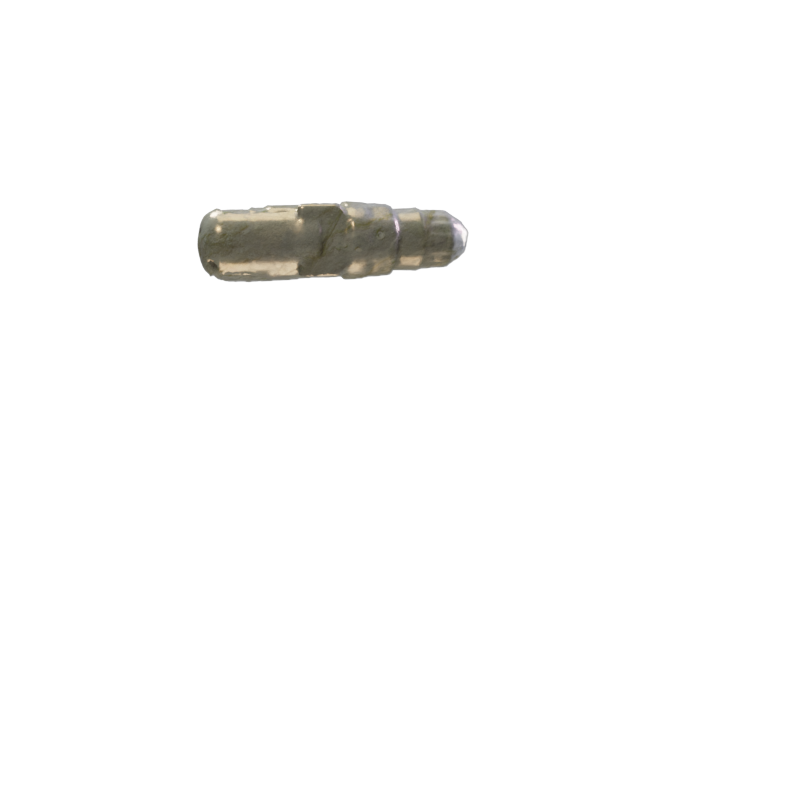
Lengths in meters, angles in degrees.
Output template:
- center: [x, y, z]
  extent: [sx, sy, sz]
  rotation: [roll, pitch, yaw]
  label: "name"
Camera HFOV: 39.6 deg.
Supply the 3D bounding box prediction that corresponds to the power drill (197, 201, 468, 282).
- center: [-0.064, -0.116, 0.812]
  extent: [0.181, 0.057, 0.192]
  rotation: [-1, 5, -15]
  label: "power drill"
